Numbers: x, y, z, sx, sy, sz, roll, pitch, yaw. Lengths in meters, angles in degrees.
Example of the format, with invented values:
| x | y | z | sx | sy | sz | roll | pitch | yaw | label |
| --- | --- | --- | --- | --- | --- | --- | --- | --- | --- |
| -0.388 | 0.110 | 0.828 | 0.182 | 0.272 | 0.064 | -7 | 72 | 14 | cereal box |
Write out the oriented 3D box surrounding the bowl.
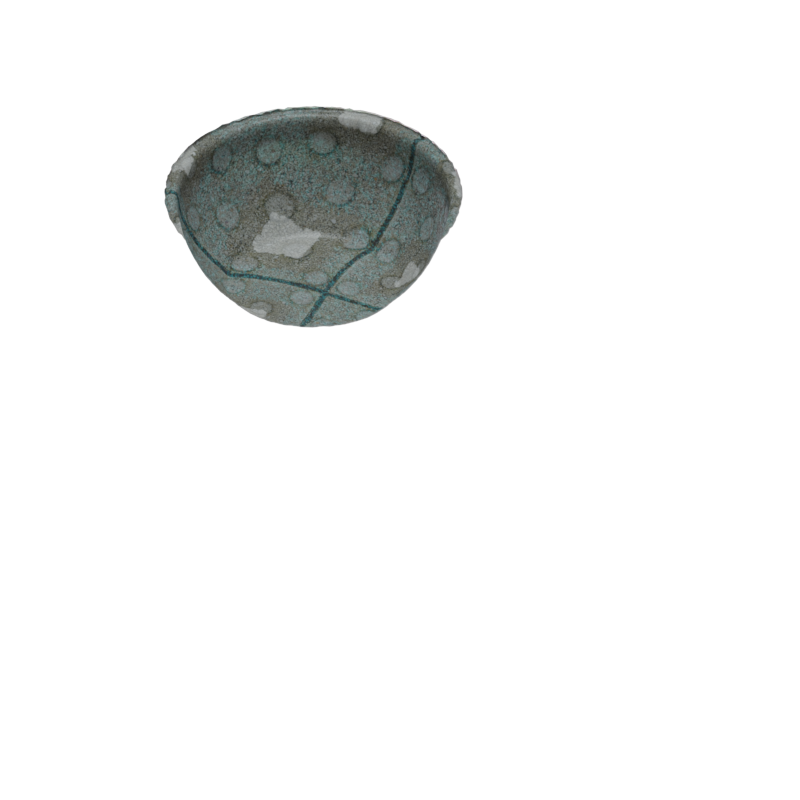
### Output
| x | y | z | sx | sy | sz | roll | pitch | yaw | label |
| --- | --- | --- | --- | --- | --- | --- | --- | --- | --- |
| -0.046 | -0.084 | 0.590 | 0.162 | 0.059 | 0.152 | 1 | -29 | -2 | bowl |
